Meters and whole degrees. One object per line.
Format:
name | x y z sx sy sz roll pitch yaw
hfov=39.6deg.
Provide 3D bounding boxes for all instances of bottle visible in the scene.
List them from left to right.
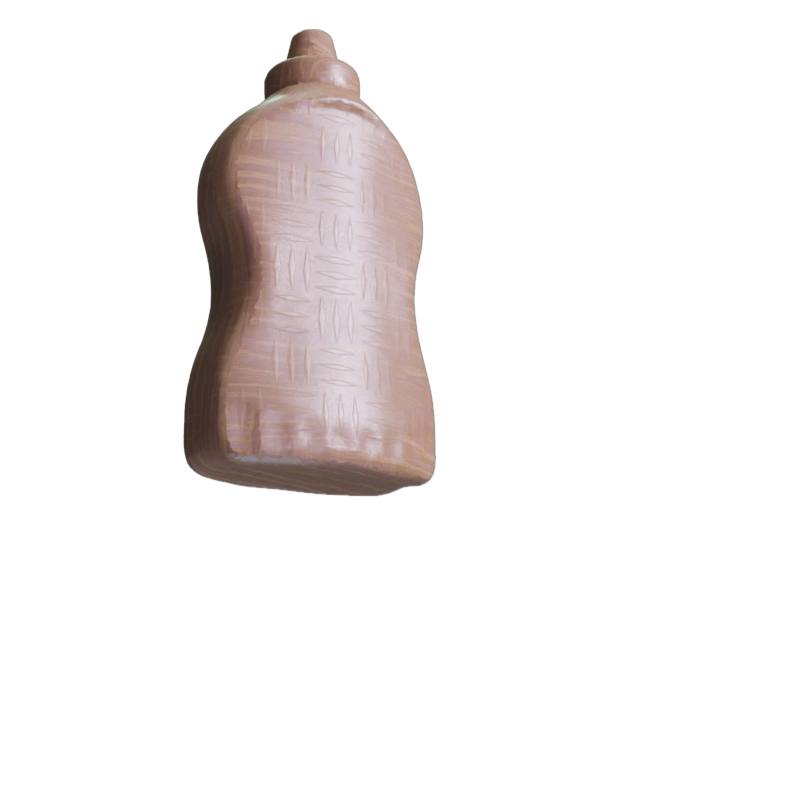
bottle | -0.035 -0.063 0.444 0.092 0.201 0.058 11 -24 -29
